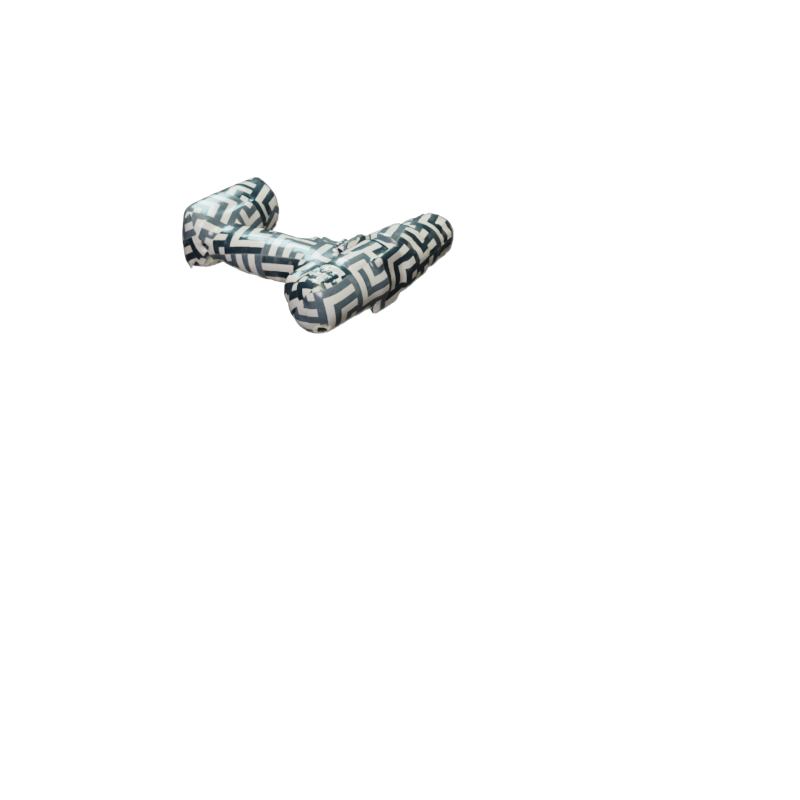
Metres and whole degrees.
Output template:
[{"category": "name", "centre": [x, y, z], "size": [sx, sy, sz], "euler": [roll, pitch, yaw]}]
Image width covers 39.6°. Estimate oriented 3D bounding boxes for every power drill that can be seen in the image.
[{"category": "power drill", "centre": [-0.072, -0.131, 0.916], "size": [0.198, 0.054, 0.185], "euler": [21, 36, 32]}]
